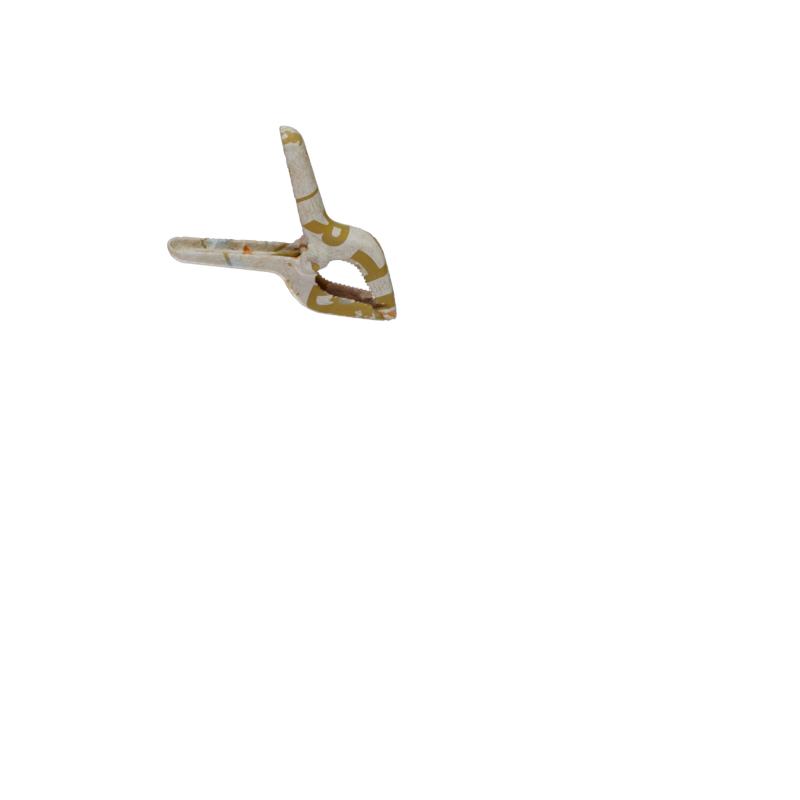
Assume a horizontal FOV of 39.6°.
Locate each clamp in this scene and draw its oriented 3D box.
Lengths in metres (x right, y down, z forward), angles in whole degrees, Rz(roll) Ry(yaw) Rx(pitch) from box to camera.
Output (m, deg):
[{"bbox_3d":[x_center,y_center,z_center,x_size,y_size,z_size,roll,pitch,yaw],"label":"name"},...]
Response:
[{"bbox_3d":[-0.076,-0.139,0.976,0.201,0.161,0.039,29,33,-21],"label":"clamp"}]
